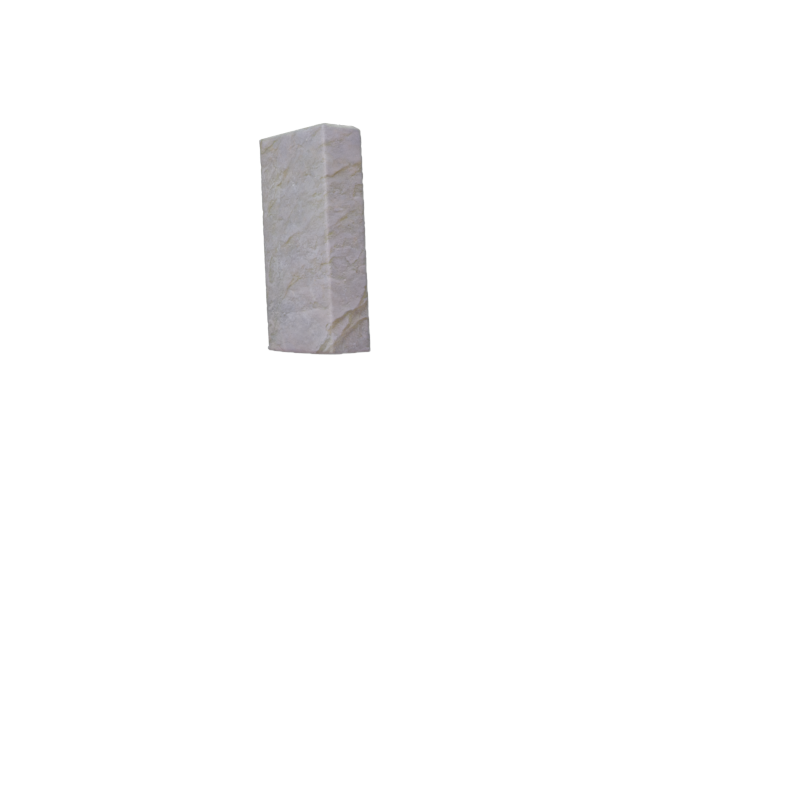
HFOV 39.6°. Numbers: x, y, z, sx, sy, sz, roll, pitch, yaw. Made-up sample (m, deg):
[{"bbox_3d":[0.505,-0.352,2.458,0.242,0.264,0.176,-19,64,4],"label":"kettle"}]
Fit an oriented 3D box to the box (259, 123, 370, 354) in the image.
[{"bbox_3d":[-0.069,-0.126,0.881,0.046,0.178,0.096,2,-3,-38],"label":"box"}]
